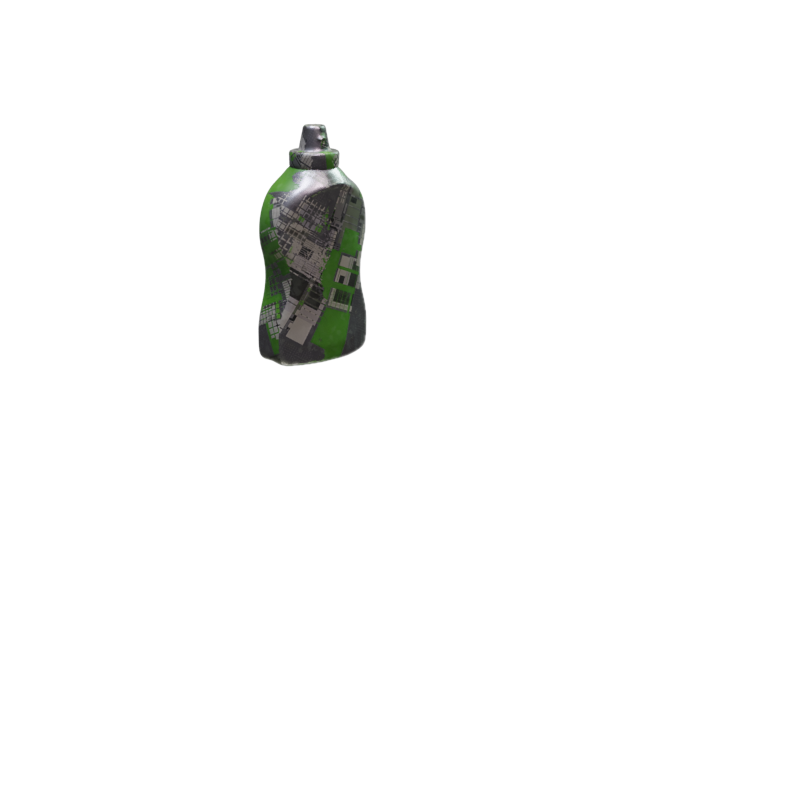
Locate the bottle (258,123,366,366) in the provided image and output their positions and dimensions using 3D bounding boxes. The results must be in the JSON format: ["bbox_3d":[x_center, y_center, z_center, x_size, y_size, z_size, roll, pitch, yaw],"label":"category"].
[{"bbox_3d":[-0.071,-0.130,0.908,0.094,0.186,0.062,-10,17,-39],"label":"bottle"}]
